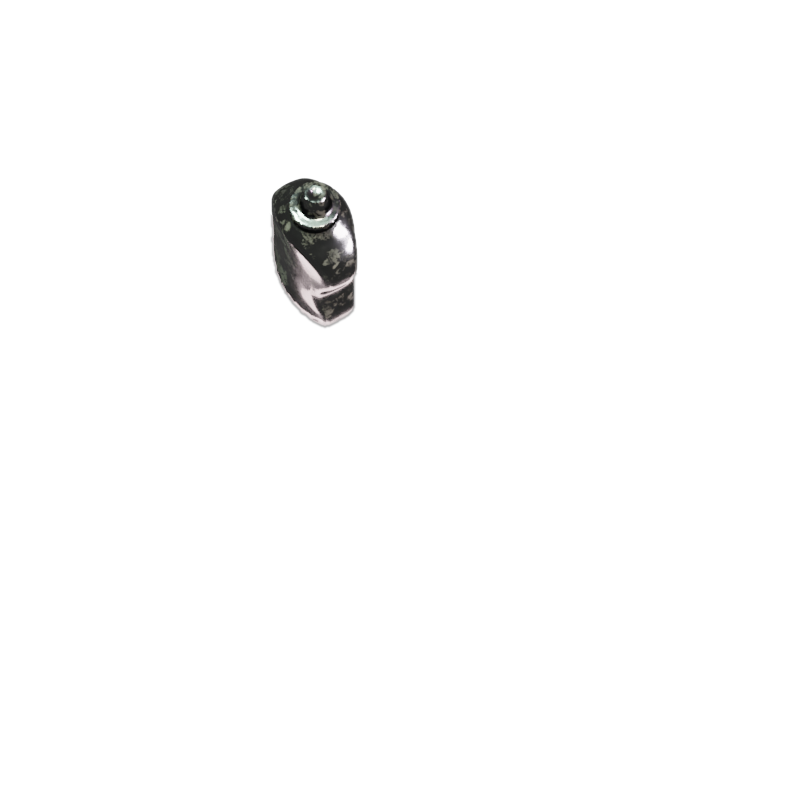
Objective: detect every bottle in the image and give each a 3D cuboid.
[{"bbox_3d":[-0.073,-0.134,0.934,0.058,0.100,0.184,-27,-13,-11],"label":"bottle"}]
